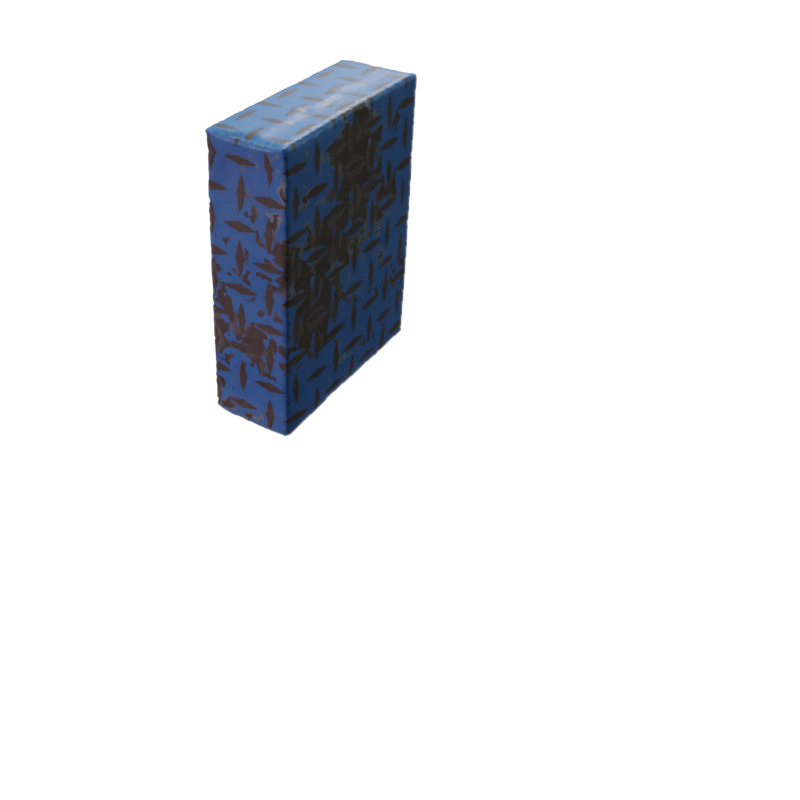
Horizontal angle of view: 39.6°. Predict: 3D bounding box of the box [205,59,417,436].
[{"bbox_3d":[-0.061,-0.110,0.773,0.075,0.201,0.167,17,35,24],"label":"box"}]
